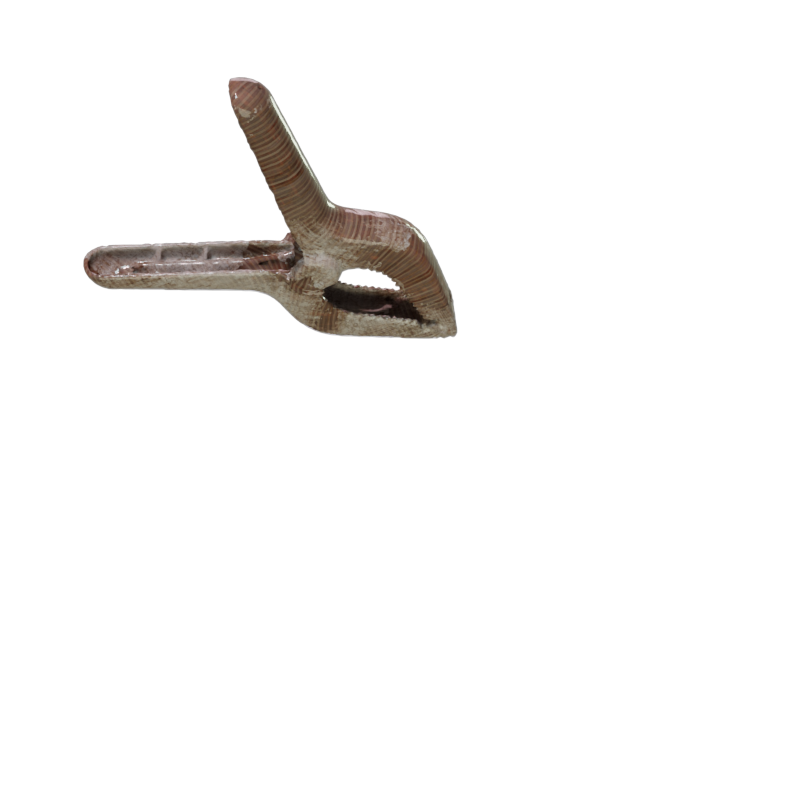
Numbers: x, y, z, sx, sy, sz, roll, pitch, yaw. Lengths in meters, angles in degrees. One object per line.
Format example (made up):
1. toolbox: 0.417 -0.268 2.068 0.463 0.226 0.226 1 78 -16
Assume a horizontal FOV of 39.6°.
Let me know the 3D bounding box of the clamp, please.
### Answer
1. clamp: -0.047 -0.086 0.605 0.201 0.039 0.160 19 -41 -23
